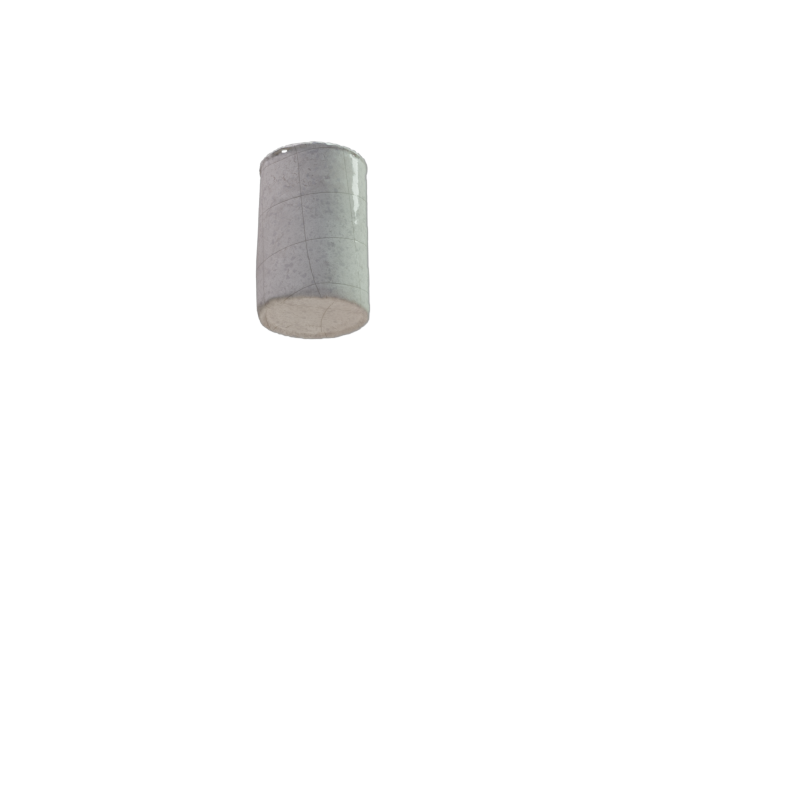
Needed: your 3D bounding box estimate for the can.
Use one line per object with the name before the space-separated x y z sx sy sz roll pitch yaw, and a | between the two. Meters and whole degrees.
can | -0.053 -0.096 0.671 0.068 0.108 0.065 0 -23 -2
